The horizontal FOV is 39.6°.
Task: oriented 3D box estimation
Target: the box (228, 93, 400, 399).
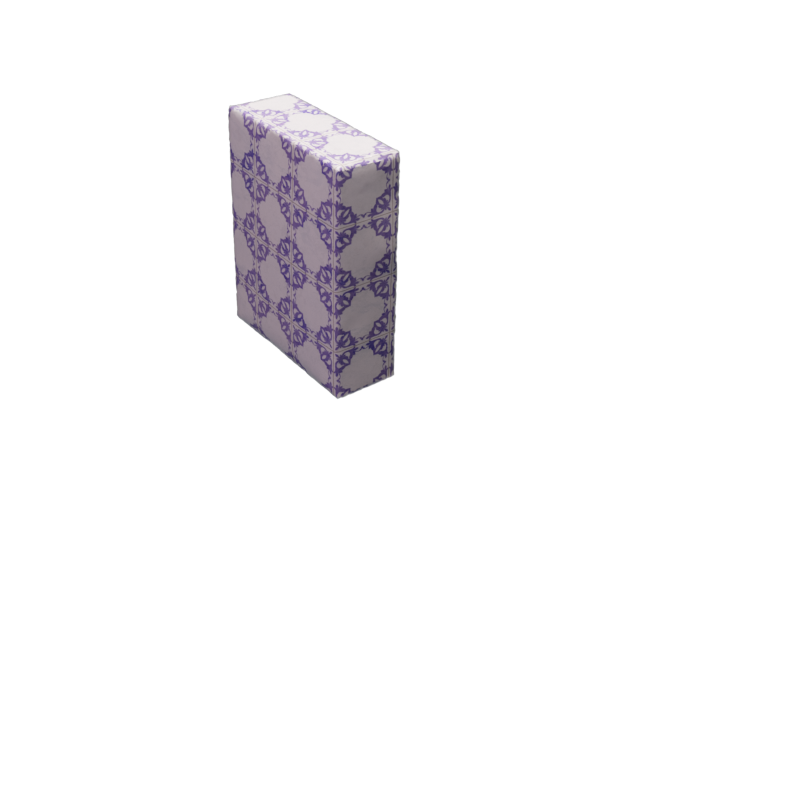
[{"bbox_3d":[-0.074,-0.135,0.948,0.071,0.201,0.176,-18,37,-31],"label":"box"}]
